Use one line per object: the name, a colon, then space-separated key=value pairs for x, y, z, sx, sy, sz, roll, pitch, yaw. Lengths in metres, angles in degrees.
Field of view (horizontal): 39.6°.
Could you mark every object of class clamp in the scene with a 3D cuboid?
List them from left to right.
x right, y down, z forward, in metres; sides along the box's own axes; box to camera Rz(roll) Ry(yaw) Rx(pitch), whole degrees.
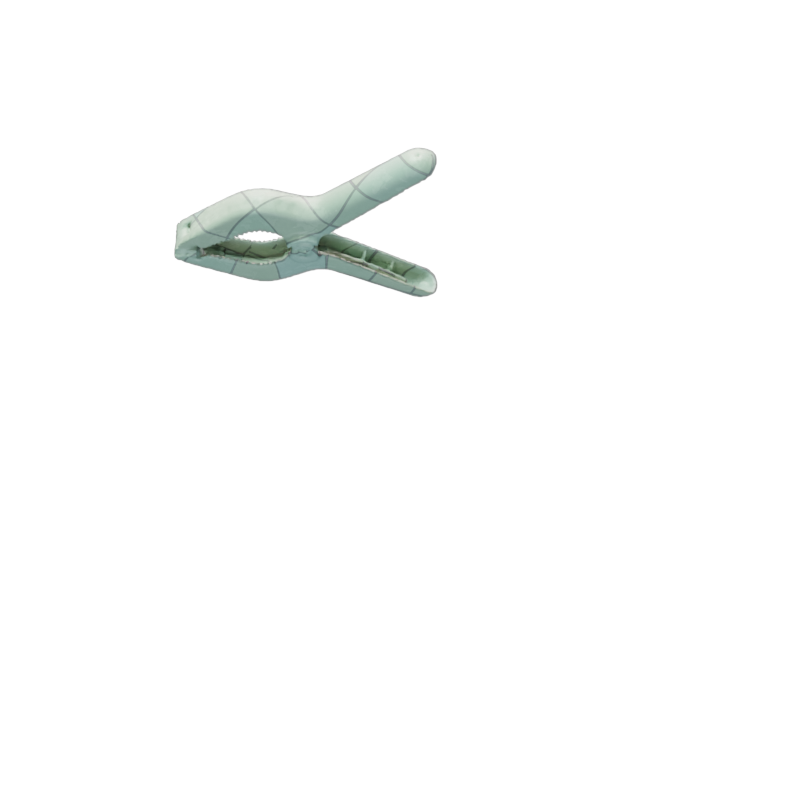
clamp: x=-0.067 y=-0.123 z=0.859 sx=0.212 sy=0.039 sz=0.152 roll=-6 pitch=-34 yaw=9
